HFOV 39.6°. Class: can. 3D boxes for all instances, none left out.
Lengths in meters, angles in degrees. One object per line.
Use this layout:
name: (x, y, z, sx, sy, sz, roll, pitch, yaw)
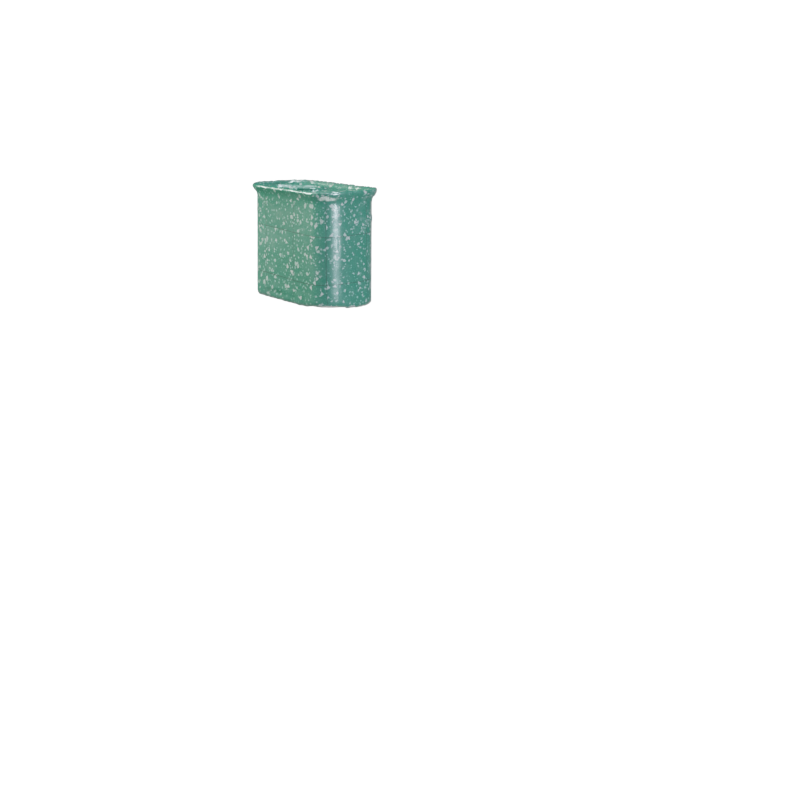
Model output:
can: (-0.064, -0.116, 0.815, 0.056, 0.082, 0.108, -8, 16, -37)
